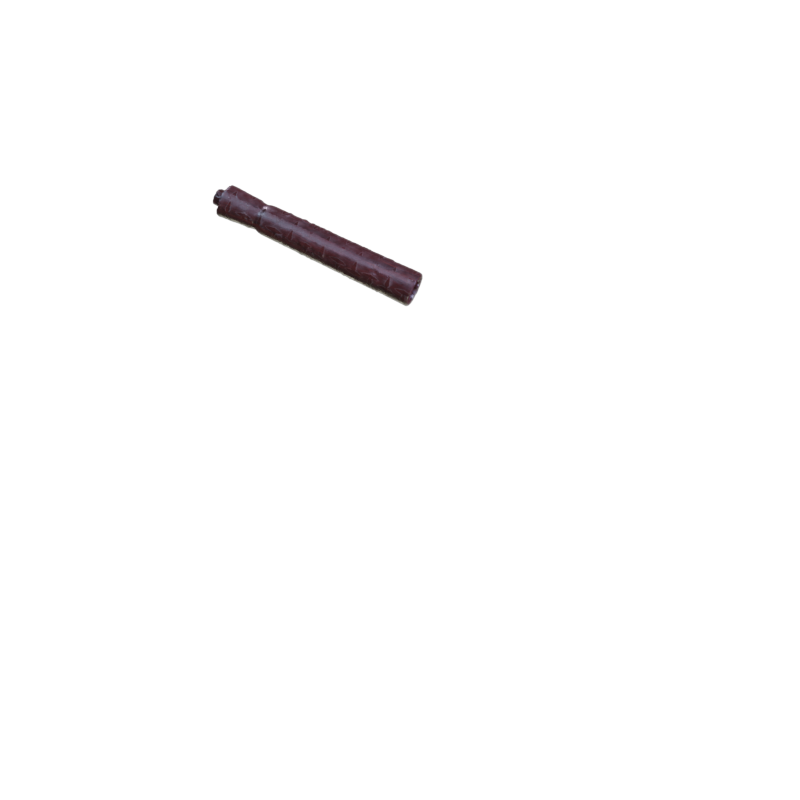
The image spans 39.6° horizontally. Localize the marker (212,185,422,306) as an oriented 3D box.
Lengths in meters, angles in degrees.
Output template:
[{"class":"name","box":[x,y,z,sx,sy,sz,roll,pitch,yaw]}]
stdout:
[{"class":"marker","box":[-0.046,-0.084,0.588,0.125,0.019,0.019,27,10,15]}]
